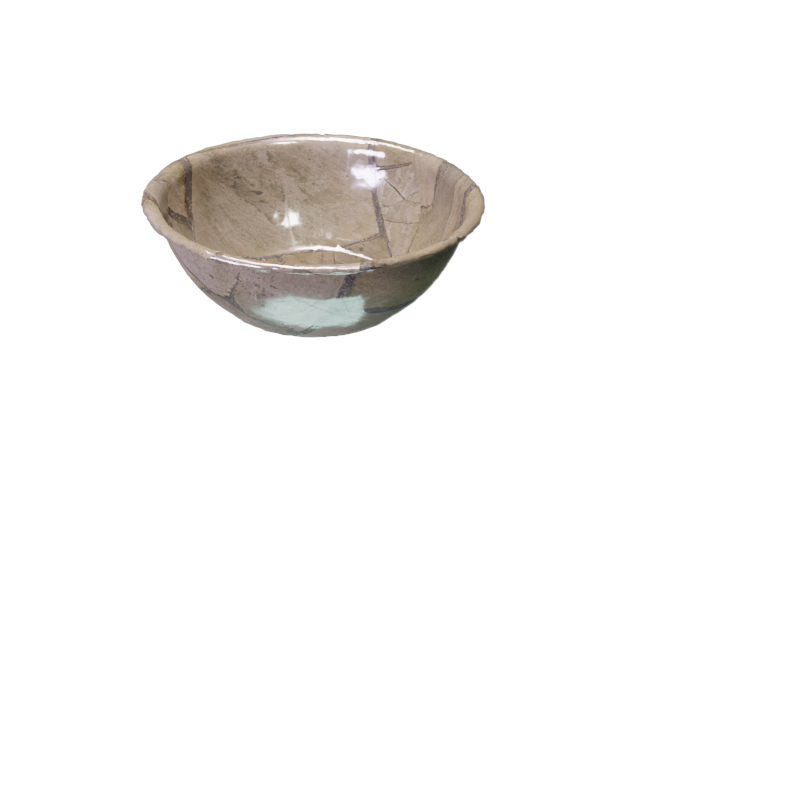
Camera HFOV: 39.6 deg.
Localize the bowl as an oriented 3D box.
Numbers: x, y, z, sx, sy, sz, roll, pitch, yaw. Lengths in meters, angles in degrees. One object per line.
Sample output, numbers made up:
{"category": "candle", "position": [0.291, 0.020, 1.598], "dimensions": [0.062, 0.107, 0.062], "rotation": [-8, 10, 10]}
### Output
{"category": "bowl", "position": [-0.042, -0.077, 0.537], "dimensions": [0.162, 0.052, 0.172], "rotation": [-1, 32, -2]}
